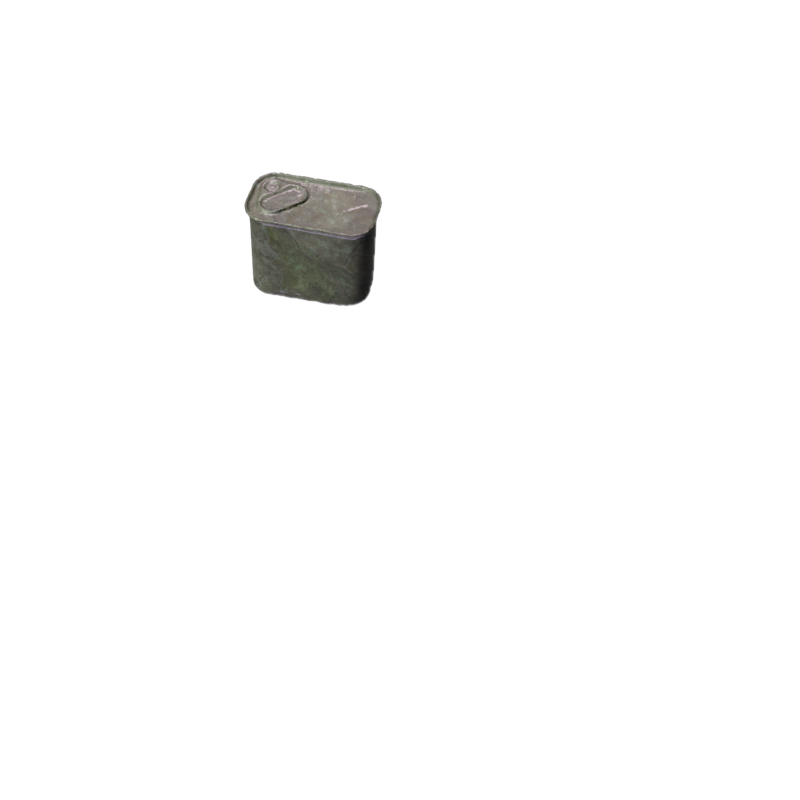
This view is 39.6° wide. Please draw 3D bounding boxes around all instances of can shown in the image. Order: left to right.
[{"bbox_3d":[-0.068,-0.124,0.870,0.103,0.061,0.078,11,-42,8],"label":"can"}]
